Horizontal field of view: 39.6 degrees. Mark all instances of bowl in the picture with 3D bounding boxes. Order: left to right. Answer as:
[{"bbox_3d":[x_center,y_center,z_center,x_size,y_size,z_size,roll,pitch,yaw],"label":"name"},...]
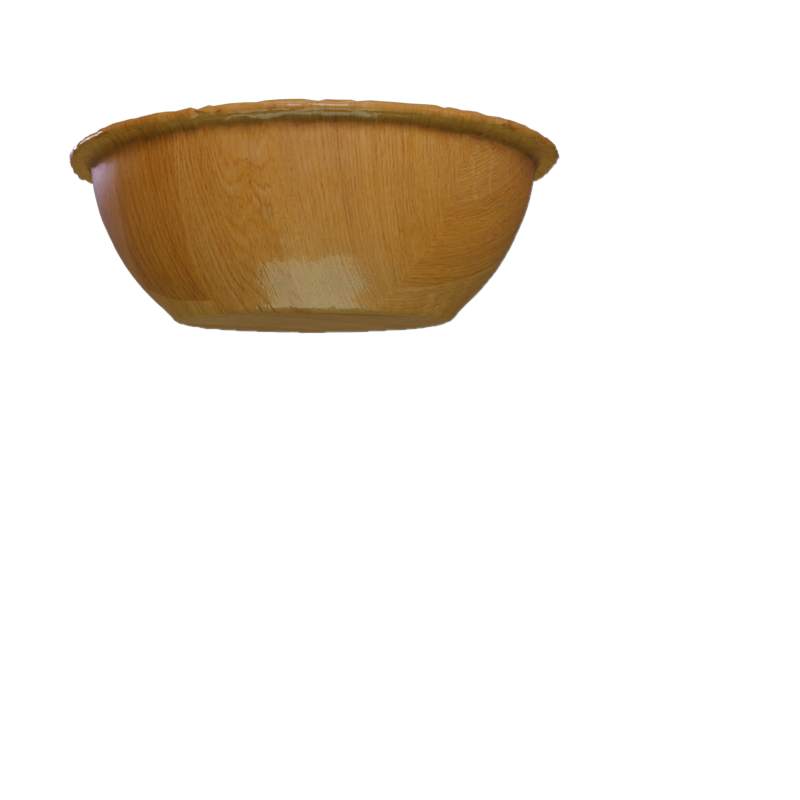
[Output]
[{"bbox_3d":[-0.029,-0.053,0.370,0.162,0.056,0.160,0,-1,-2],"label":"bowl"}]
